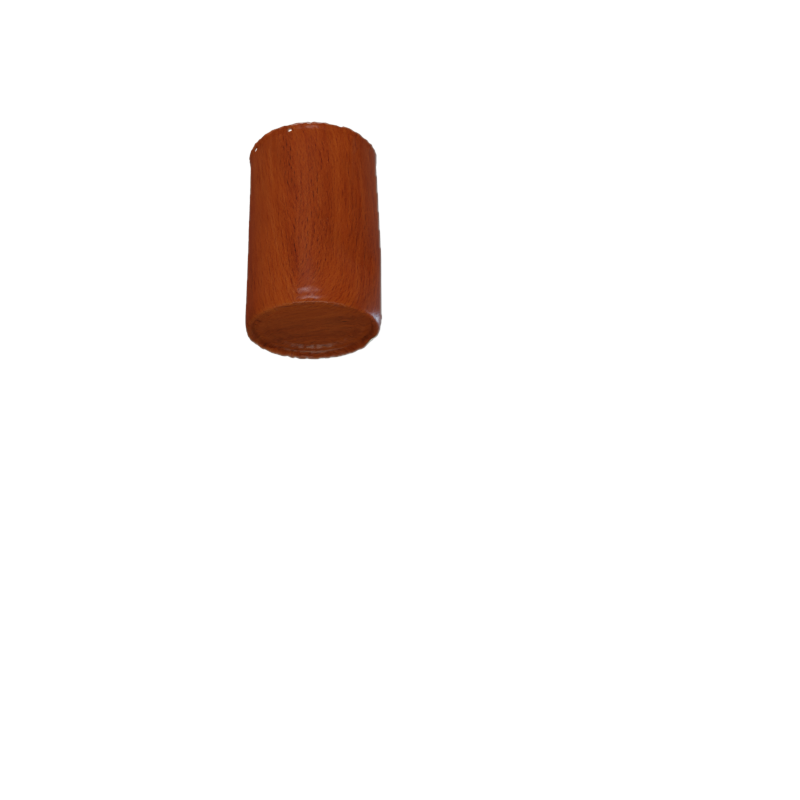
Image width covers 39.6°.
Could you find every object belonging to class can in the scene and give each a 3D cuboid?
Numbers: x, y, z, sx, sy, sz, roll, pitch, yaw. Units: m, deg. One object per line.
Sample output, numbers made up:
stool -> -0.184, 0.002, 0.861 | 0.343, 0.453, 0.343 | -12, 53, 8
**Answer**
can -> -0.044, -0.080, 0.564 | 0.068, 0.109, 0.065 | 0, -27, -2
